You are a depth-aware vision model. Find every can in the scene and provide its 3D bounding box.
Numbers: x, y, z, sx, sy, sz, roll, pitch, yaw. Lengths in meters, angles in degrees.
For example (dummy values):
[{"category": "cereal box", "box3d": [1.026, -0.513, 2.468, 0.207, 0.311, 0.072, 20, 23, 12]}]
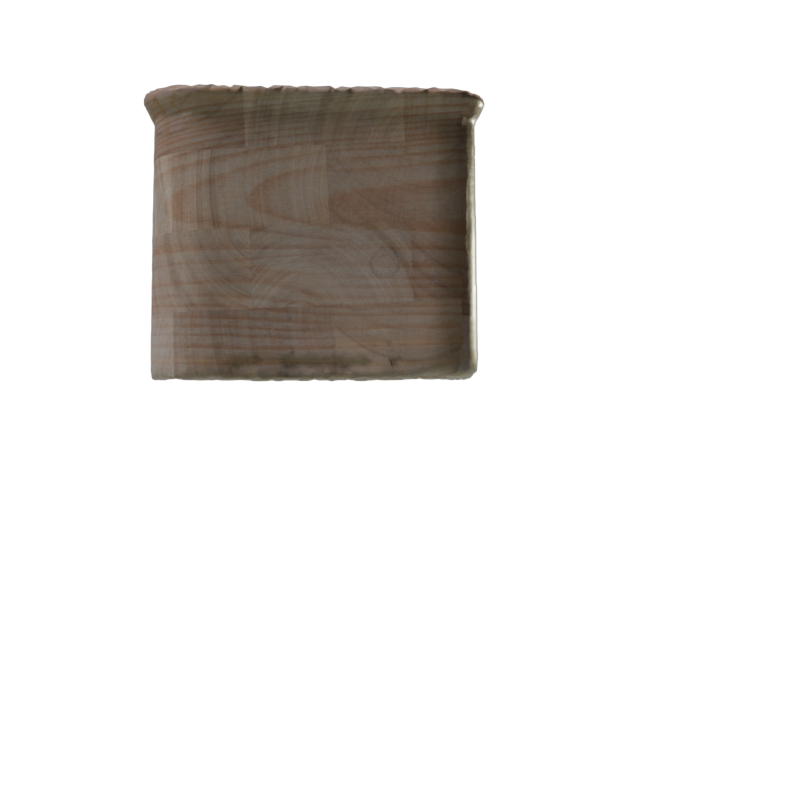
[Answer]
[{"category": "can", "box3d": [-0.026, -0.048, 0.337, 0.101, 0.085, 0.057, 0, -4, -3]}]
